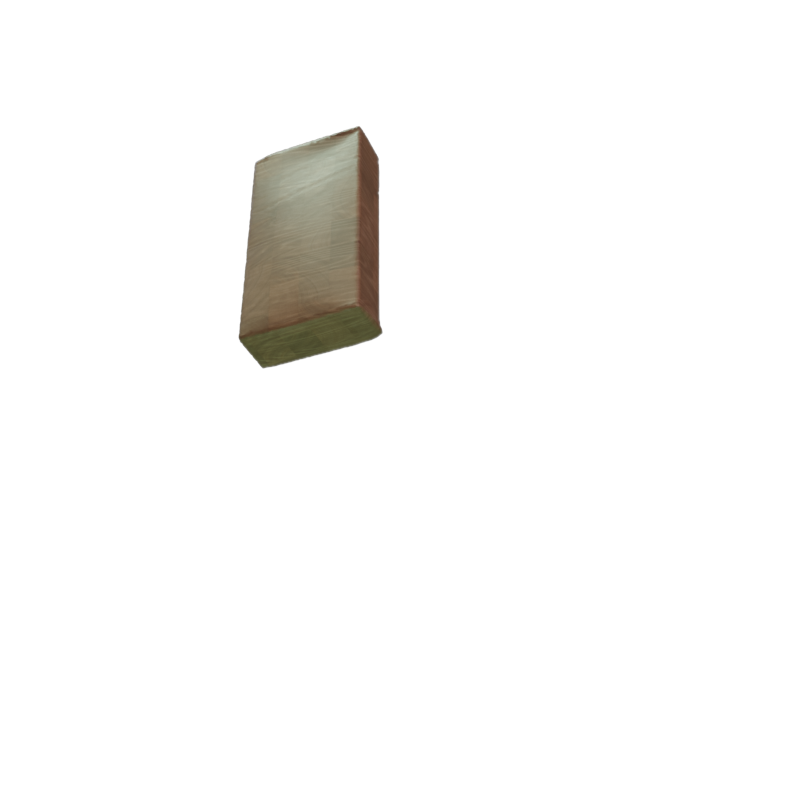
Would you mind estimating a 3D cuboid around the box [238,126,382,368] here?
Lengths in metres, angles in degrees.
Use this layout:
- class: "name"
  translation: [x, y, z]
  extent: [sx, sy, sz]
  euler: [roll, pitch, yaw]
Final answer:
- class: "box"
  translation: [-0.063, -0.115, 0.802]
  extent: [0.094, 0.189, 0.044]
  euler: [-16, -39, 17]
